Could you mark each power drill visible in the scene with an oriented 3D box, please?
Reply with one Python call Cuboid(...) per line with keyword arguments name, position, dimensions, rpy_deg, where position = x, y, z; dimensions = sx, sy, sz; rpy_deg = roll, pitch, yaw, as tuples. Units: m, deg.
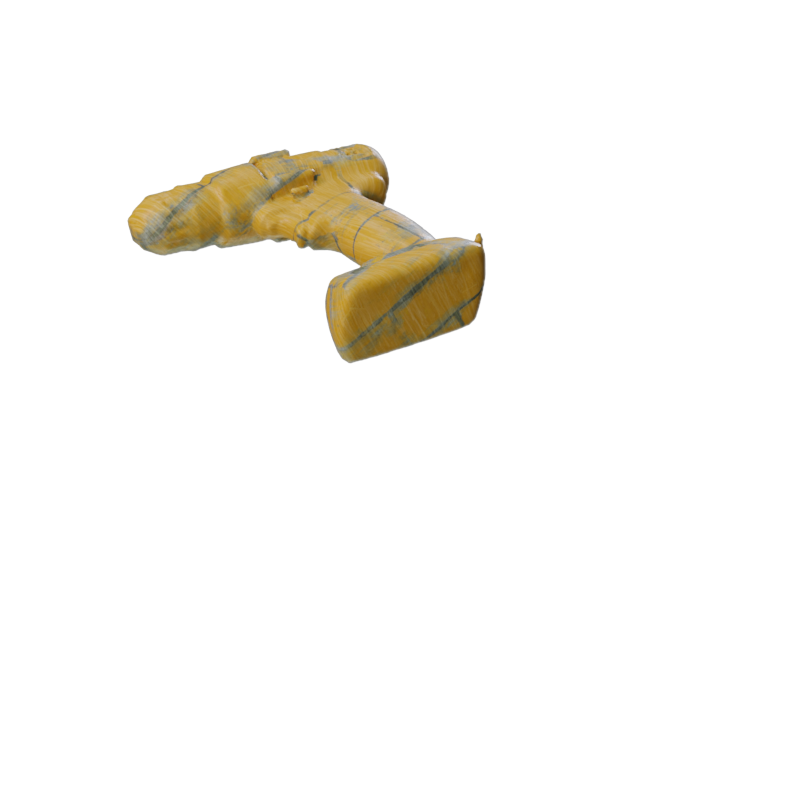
Cuboid(name="power drill", position=(-0.054, -0.098, 0.684), dimensions=(0.182, 0.054, 0.202), rpy_deg=(-20, 41, -25))
